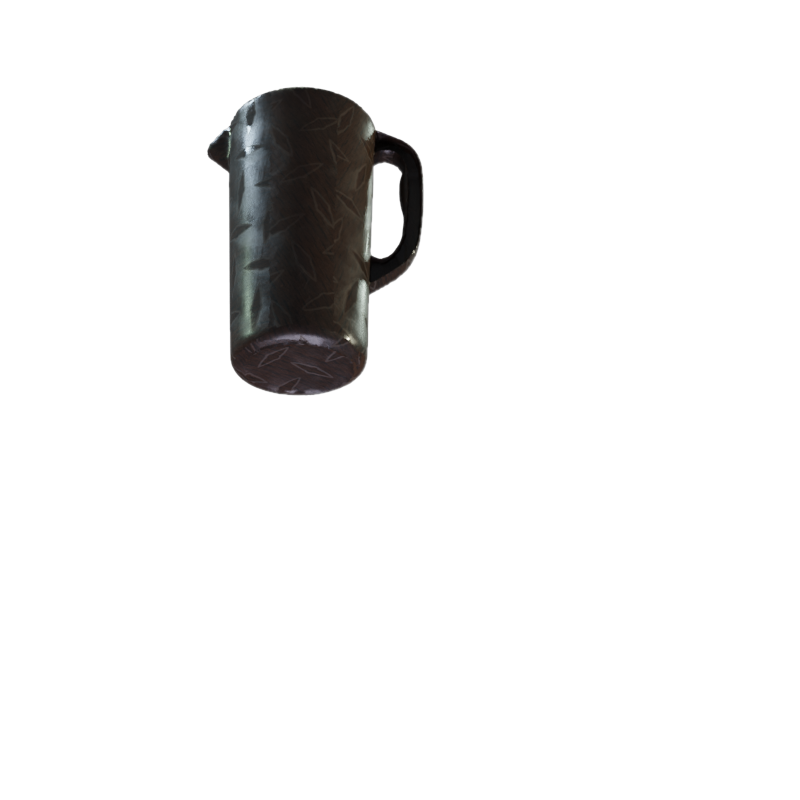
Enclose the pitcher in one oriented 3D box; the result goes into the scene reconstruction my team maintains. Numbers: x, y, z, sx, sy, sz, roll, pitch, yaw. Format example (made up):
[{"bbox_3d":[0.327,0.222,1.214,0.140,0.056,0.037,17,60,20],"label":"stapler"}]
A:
[{"bbox_3d":[-0.073,-0.133,0.930,0.150,0.259,0.135,-25,-38,34],"label":"pitcher"}]
